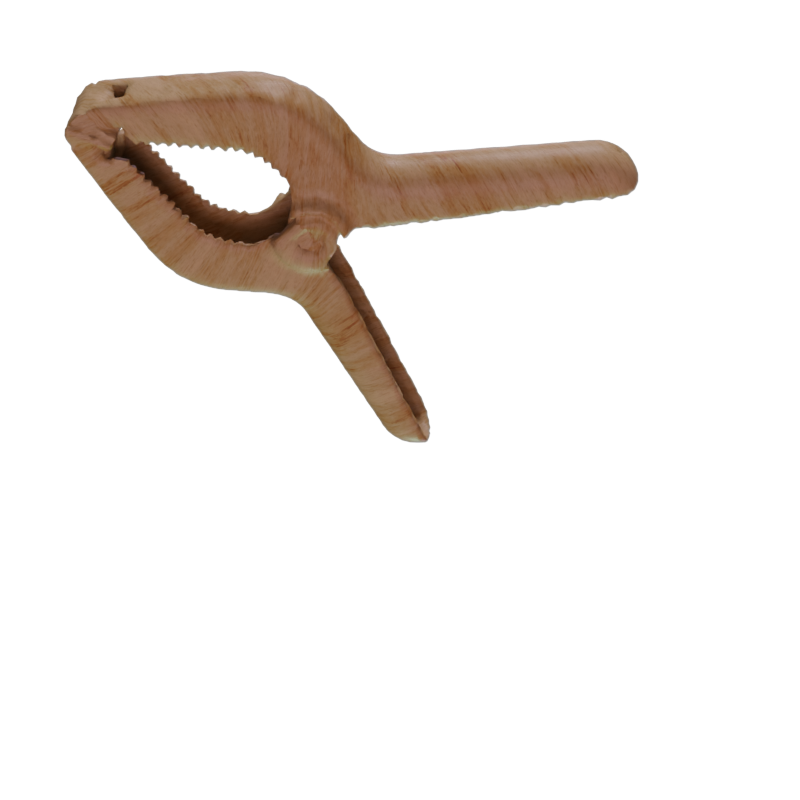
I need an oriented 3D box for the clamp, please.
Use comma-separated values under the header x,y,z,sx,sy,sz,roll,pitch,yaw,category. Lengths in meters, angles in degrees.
x,y,z,sx,sy,sz,roll,pitch,yaw,category
-0.035,-0.064,0.445,0.205,0.158,0.039,18,34,-13,clamp
